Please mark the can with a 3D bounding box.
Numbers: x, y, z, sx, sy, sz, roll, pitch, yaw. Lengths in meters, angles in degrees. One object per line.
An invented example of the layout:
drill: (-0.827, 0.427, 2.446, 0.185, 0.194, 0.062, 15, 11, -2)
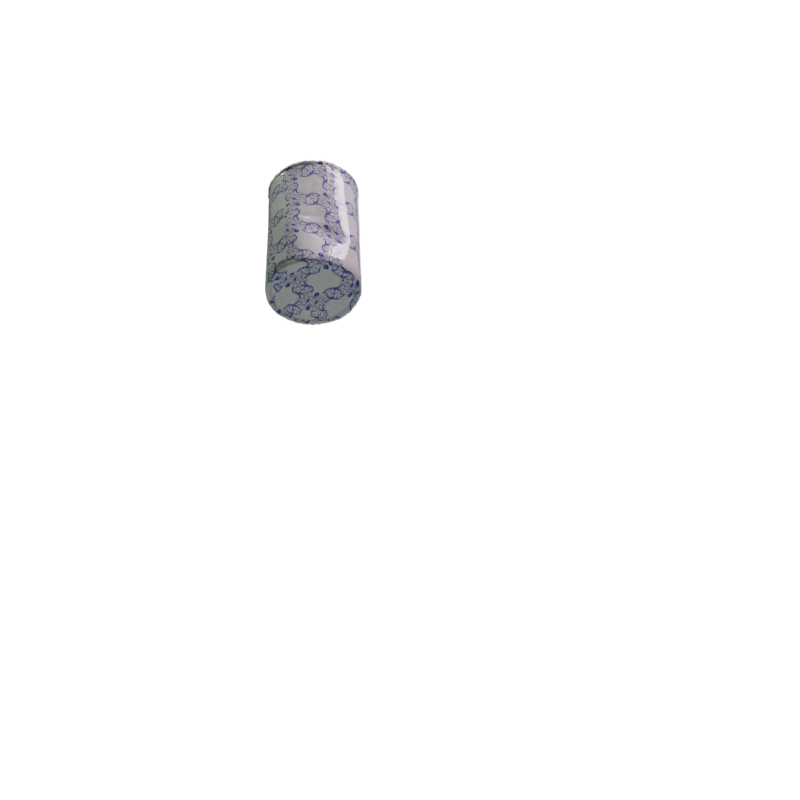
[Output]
can: (-0.062, -0.113, 0.794, 0.068, 0.110, 0.064, -1, -41, -3)
